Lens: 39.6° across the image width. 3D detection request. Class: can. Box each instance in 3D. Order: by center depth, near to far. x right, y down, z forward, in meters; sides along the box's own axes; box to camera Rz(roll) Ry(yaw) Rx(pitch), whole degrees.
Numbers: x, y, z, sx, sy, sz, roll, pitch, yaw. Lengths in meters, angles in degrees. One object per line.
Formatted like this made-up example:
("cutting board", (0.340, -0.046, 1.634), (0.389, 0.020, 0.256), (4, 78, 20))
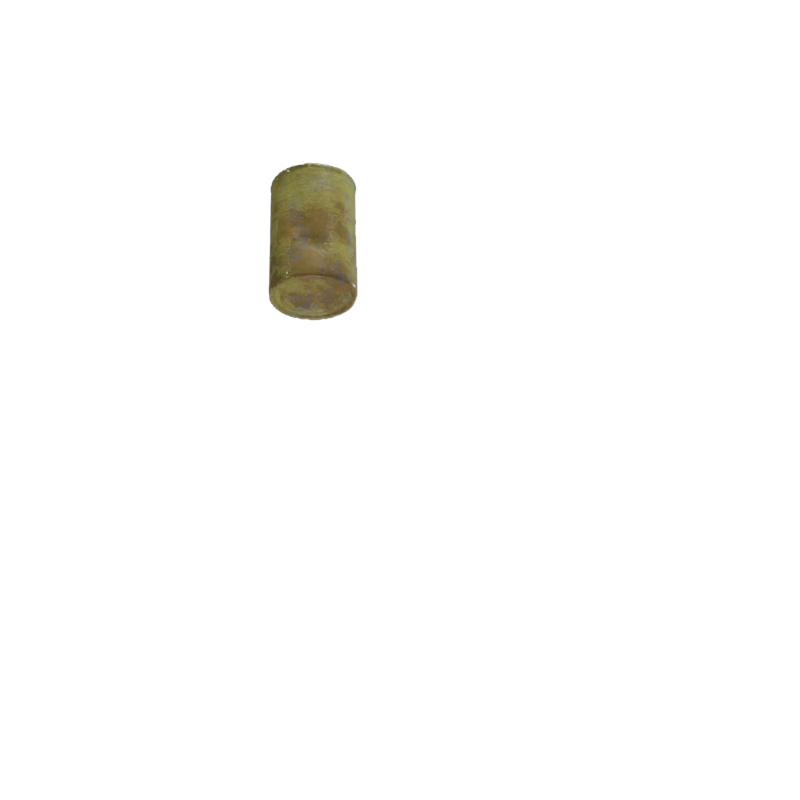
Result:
("can", (-0.067, -0.121, 0.850), (0.068, 0.109, 0.064), (-1, -31, -2))
